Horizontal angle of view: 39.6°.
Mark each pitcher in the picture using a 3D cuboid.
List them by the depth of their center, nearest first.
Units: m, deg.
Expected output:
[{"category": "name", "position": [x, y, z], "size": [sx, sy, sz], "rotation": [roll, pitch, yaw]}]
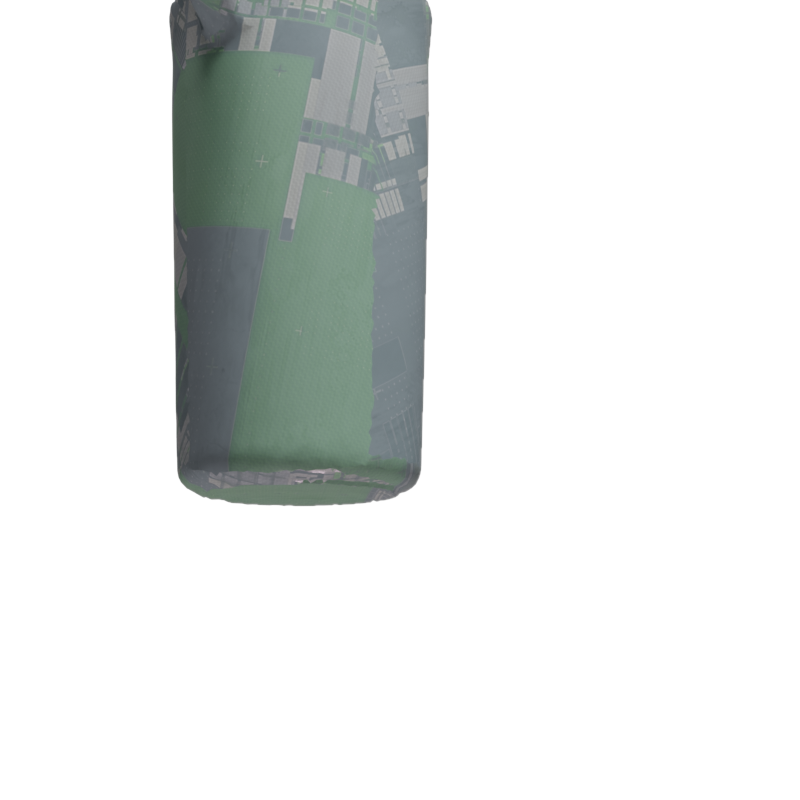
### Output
[{"category": "pitcher", "position": [-0.042, -0.076, 0.535], "size": [0.146, 0.253, 0.142], "rotation": [4, -17, -15]}]
